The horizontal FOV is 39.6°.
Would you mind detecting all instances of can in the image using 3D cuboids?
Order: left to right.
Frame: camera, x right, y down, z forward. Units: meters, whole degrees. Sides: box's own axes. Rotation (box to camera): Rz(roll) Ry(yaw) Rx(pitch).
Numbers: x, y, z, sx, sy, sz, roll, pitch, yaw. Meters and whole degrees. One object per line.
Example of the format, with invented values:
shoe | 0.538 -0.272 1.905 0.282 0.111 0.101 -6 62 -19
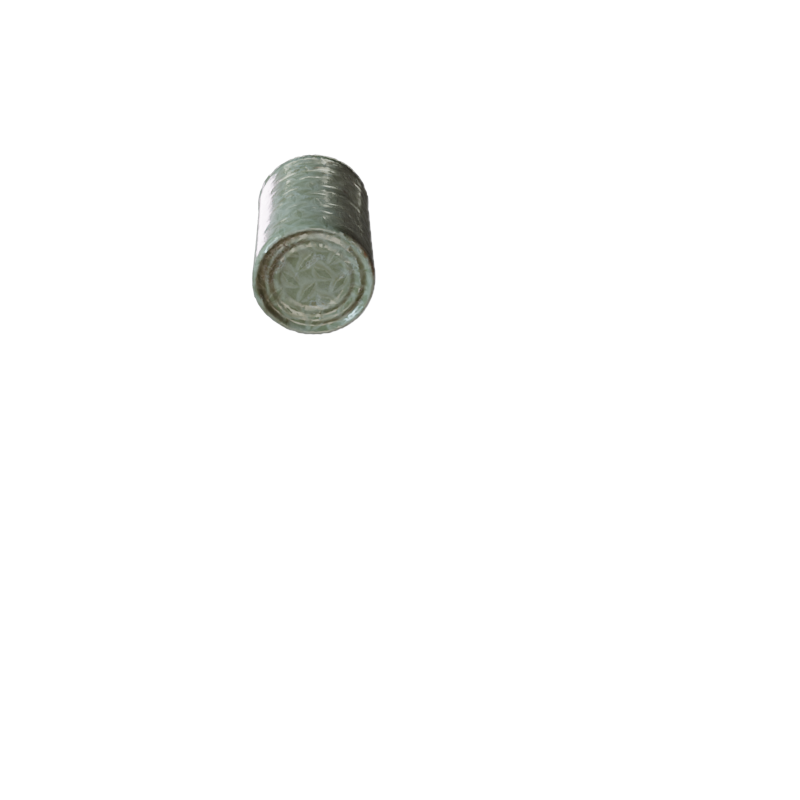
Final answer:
can | -0.050 -0.090 0.634 0.068 0.065 0.109 0 31 -3
